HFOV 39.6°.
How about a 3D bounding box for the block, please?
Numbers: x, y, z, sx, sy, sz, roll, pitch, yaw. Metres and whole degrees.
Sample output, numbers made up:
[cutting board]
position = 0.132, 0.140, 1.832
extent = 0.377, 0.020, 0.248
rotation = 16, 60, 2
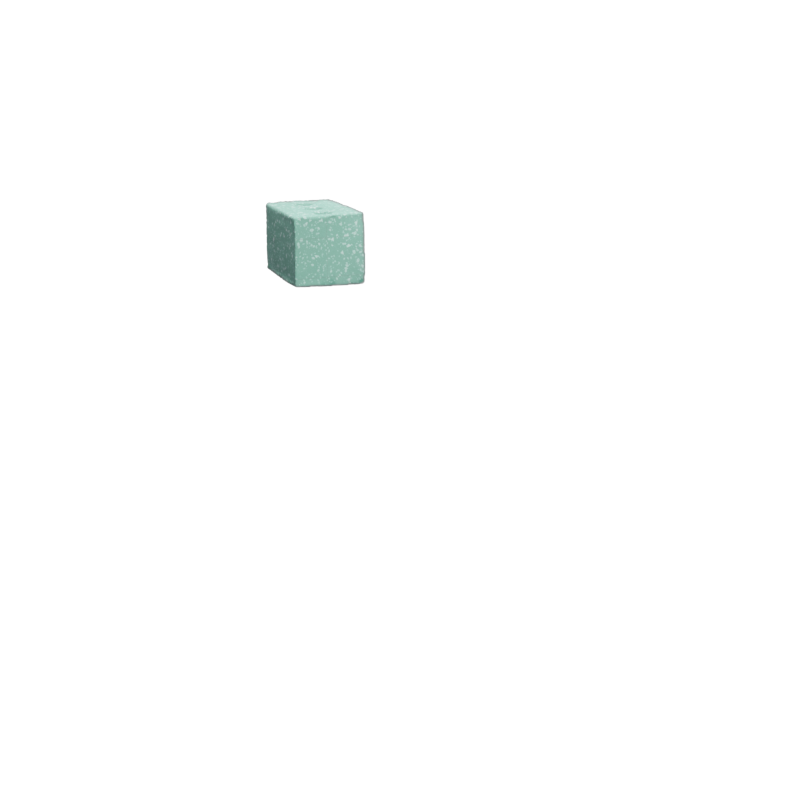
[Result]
[block]
position = -0.063, -0.115, 0.808
extent = 0.052, 0.050, 0.082
rotation = -5, 17, -21
